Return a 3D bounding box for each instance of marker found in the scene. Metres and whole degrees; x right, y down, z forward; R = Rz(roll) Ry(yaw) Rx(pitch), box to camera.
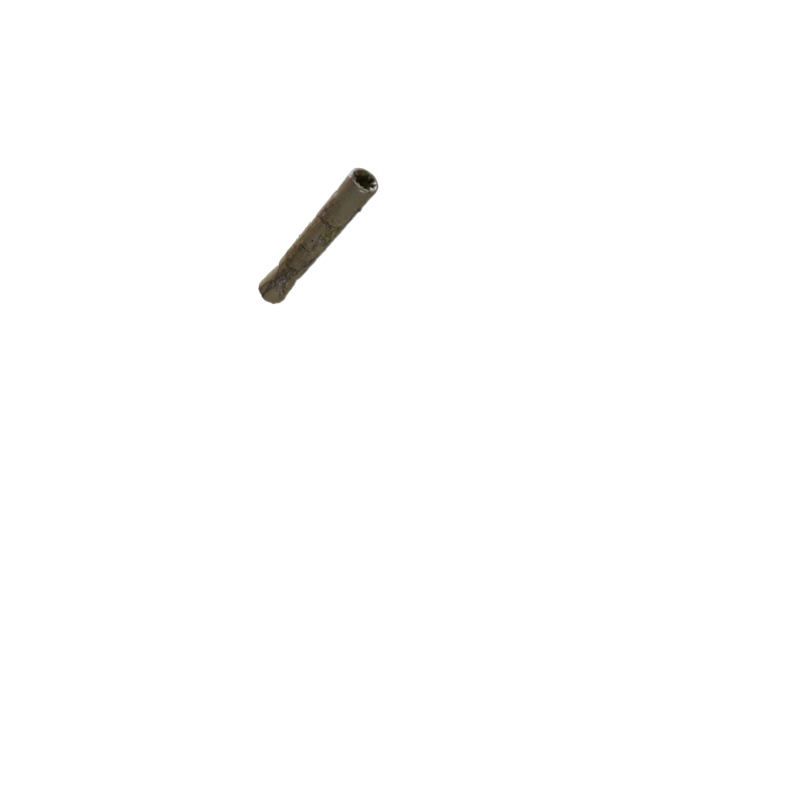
[{"bbox_3d":[-0.052,-0.095,0.662,0.019,0.021,0.118,-2,-28,-39],"label":"marker"}]
